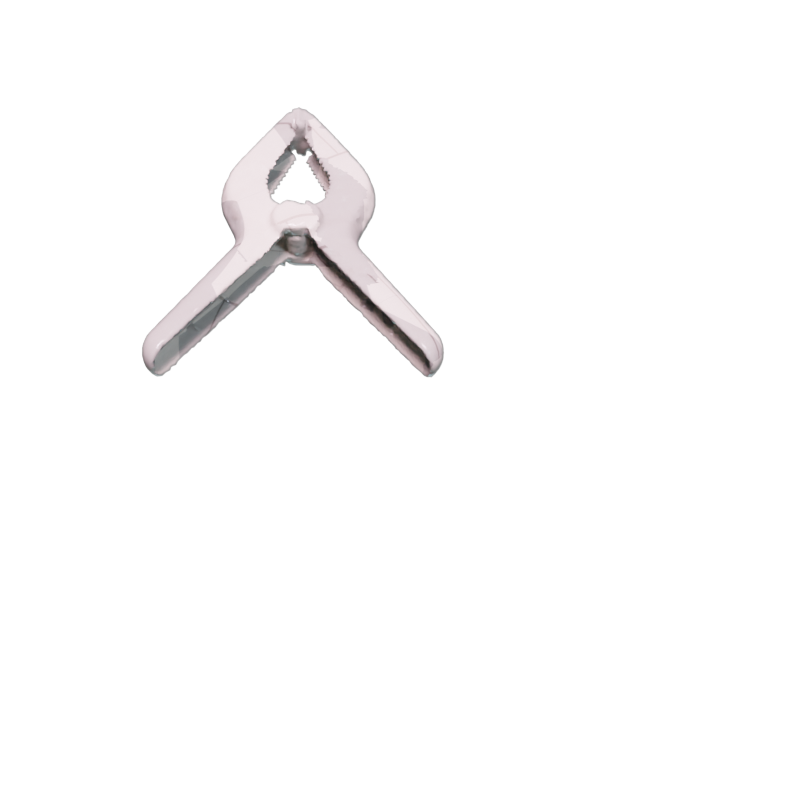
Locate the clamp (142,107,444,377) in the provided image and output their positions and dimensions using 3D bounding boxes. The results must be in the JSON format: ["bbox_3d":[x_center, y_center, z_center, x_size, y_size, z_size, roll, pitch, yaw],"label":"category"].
[{"bbox_3d":[-0.052,-0.095,0.664,0.166,0.224,0.034,5,-39,4],"label":"clamp"}]
